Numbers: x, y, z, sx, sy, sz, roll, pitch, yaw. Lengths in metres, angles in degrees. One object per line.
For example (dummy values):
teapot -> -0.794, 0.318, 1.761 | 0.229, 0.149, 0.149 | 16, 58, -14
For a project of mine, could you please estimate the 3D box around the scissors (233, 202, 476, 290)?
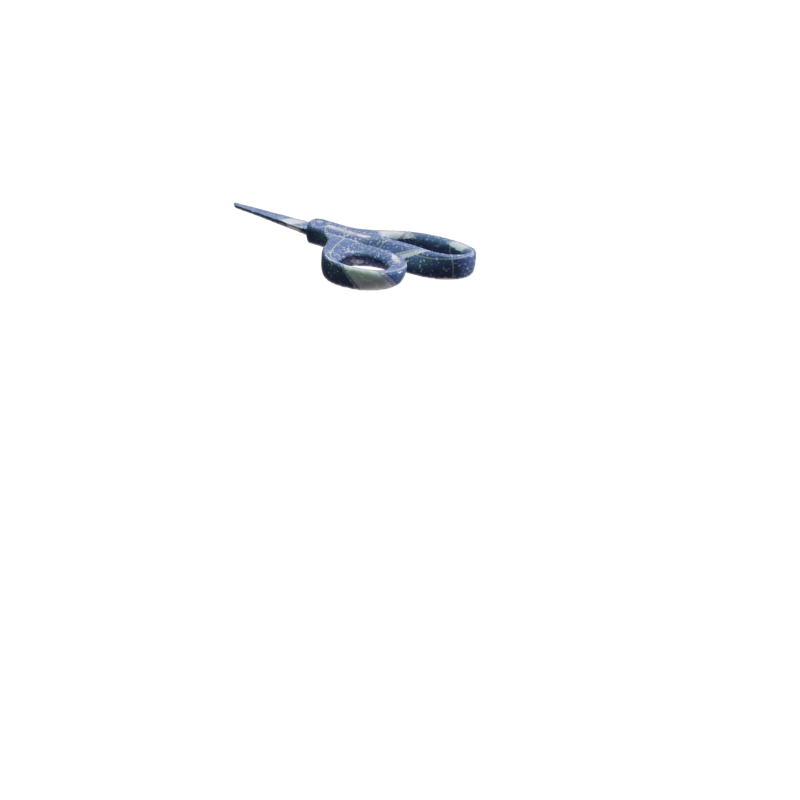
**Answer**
scissors -> -0.052, -0.096, 0.670 | 0.212, 0.015, 0.095 | 15, 27, 33
